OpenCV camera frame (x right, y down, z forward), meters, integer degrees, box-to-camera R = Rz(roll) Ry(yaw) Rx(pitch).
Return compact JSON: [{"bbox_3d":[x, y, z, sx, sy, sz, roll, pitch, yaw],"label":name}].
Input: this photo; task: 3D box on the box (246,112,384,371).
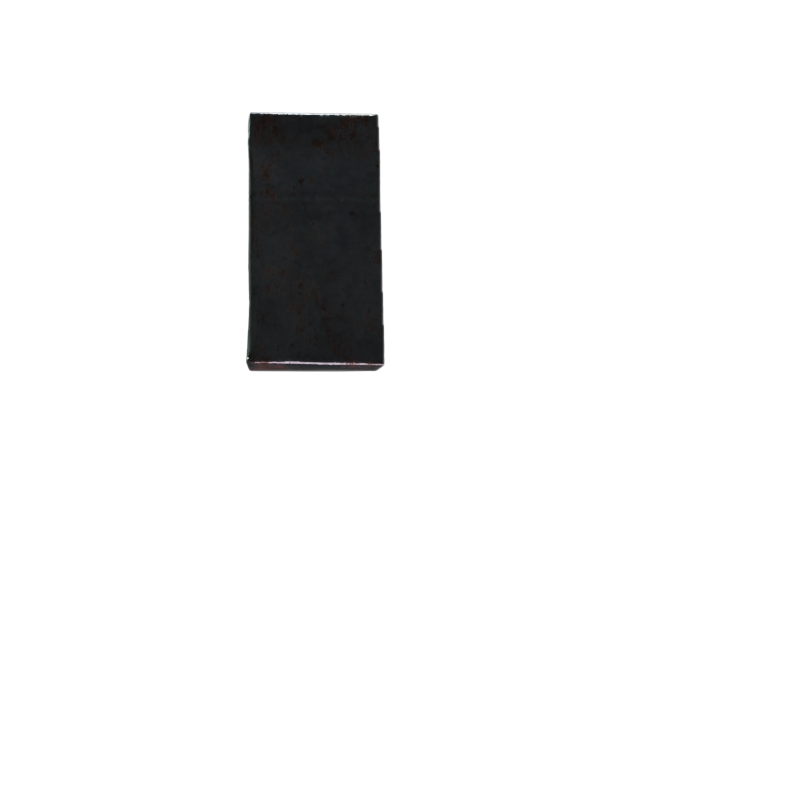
[{"bbox_3d":[-0.060,-0.109,0.767,0.093,0.182,0.047,0,-13,-5],"label":"box"}]
